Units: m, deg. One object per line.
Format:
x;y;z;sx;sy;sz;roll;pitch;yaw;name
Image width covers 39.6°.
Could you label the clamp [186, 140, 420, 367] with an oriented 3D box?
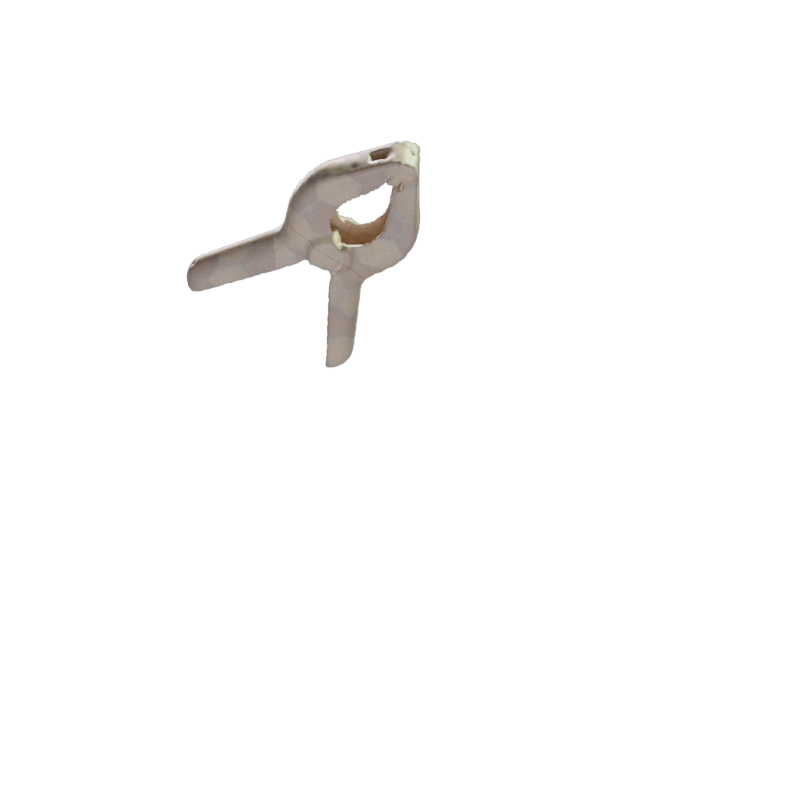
-0.053;-0.097;0.676;0.116;0.165;0.042;21;38;-18;clamp
